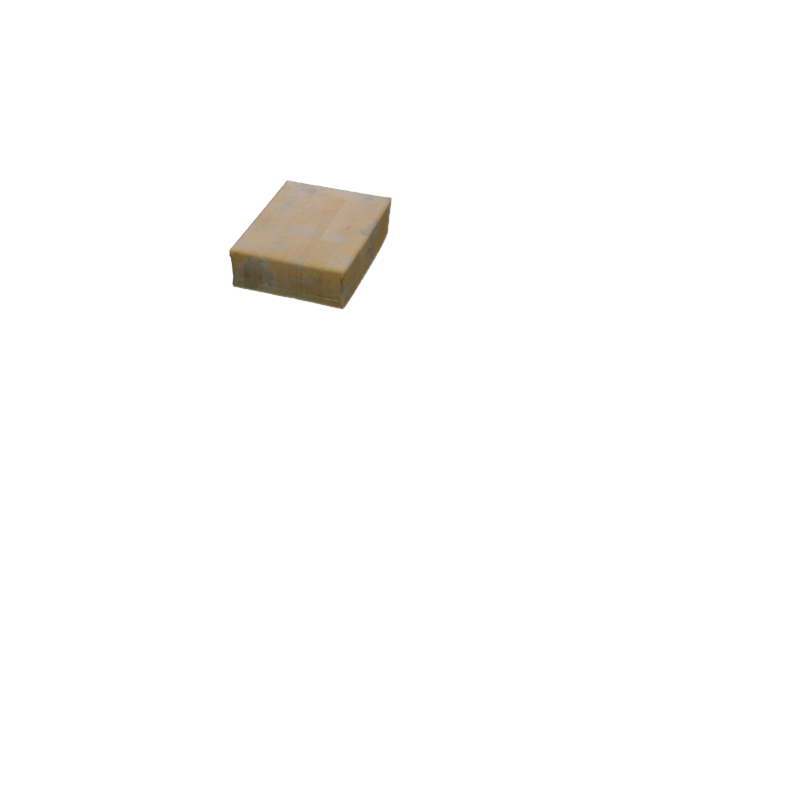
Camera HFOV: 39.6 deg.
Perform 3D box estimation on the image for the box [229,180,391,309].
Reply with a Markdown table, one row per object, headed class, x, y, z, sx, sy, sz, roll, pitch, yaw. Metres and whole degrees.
| class | x | y | z | sx | sy | sz | roll | pitch | yaw |
| --- | --- | --- | --- | --- | --- | --- | --- | --- | --- |
| box | -0.065 | -0.120 | 0.838 | 0.092 | 0.036 | 0.118 | 12 | 38 | 15 |
